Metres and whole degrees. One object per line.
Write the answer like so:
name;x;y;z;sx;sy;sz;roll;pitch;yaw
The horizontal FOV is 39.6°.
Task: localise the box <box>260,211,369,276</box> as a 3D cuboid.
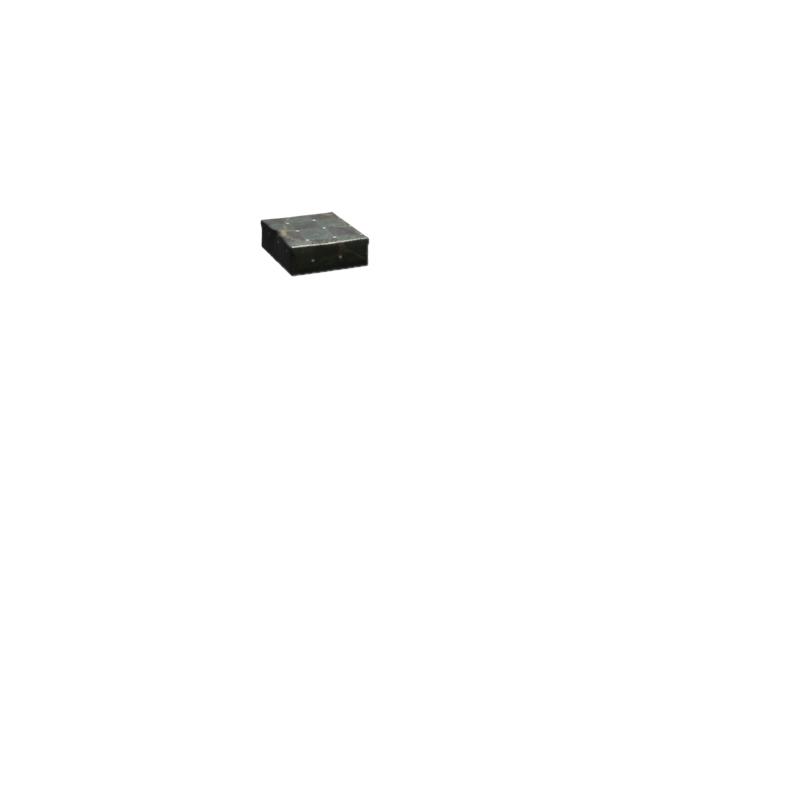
box;-0.078;-0.142;0.997;0.072;0.029;0.095;-10;27;-20
